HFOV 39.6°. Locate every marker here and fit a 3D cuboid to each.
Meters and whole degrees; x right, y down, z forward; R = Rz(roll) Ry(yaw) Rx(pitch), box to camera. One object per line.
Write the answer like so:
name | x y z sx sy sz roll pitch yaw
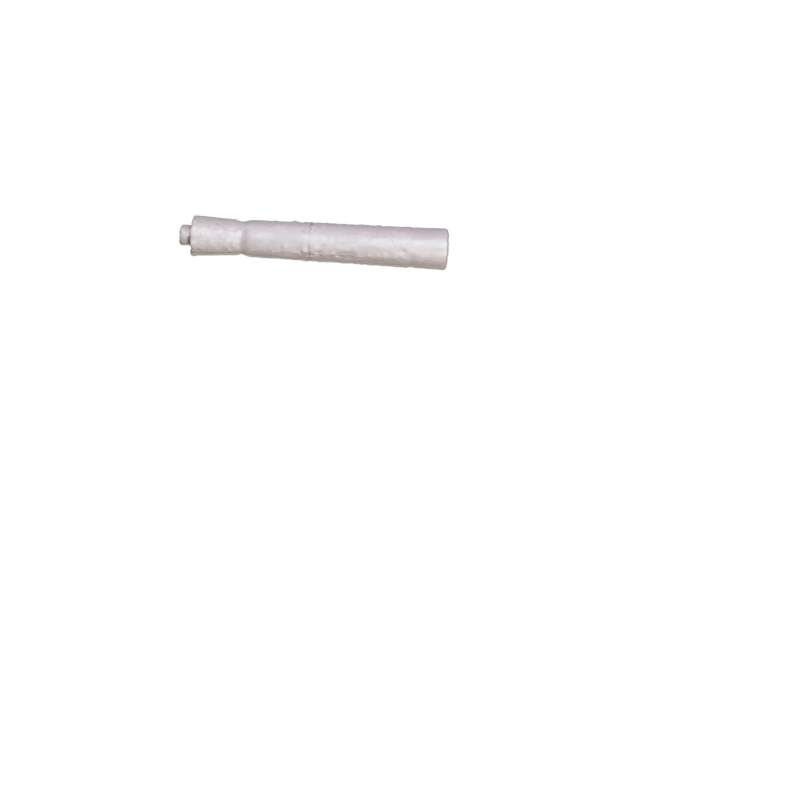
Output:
marker | -0.039 -0.072 0.502 0.121 0.020 0.020 4 4 1
